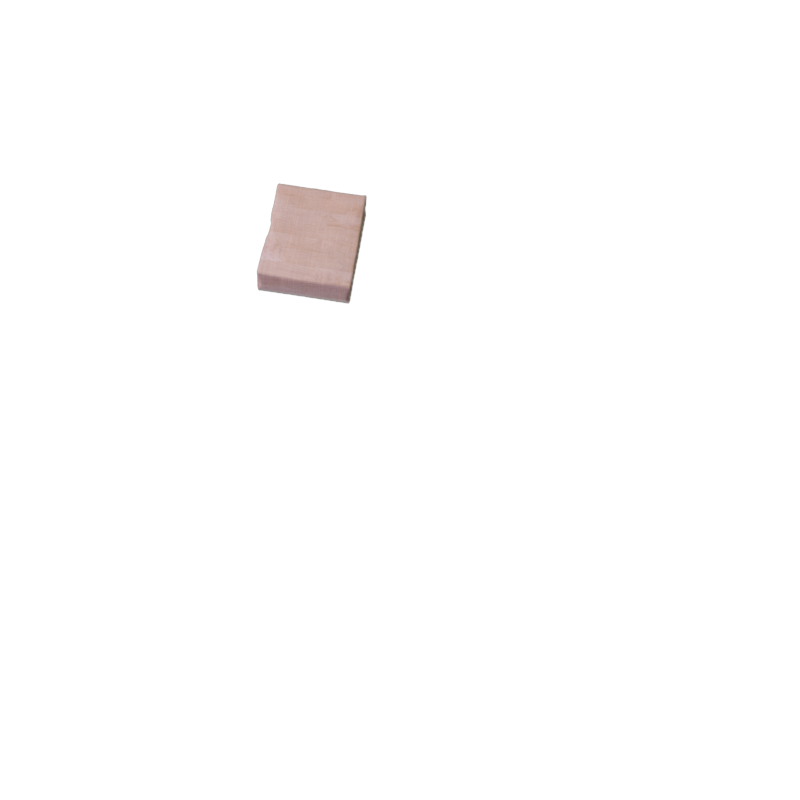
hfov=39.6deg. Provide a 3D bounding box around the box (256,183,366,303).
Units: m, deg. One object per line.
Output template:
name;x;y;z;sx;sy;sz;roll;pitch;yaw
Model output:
box;-0.068;-0.124;0.868;0.074;0.094;0.028;8;-30;4
